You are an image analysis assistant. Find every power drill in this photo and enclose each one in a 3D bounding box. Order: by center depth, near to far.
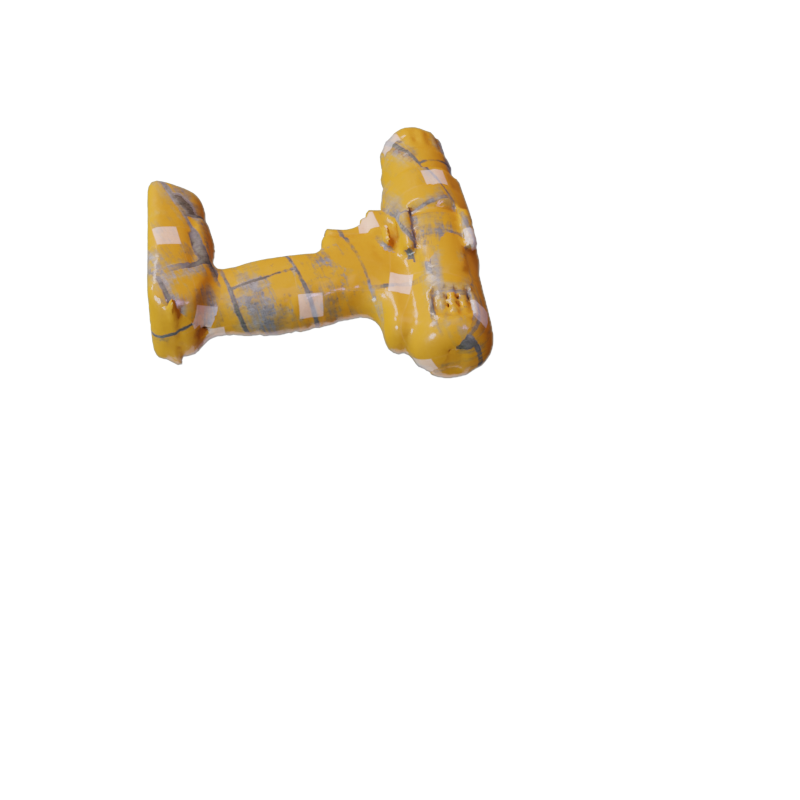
[{"bbox_3d":[-0.050,-0.091,0.635,0.187,0.199,0.053,-4,-43,-4],"label":"power drill"}]
